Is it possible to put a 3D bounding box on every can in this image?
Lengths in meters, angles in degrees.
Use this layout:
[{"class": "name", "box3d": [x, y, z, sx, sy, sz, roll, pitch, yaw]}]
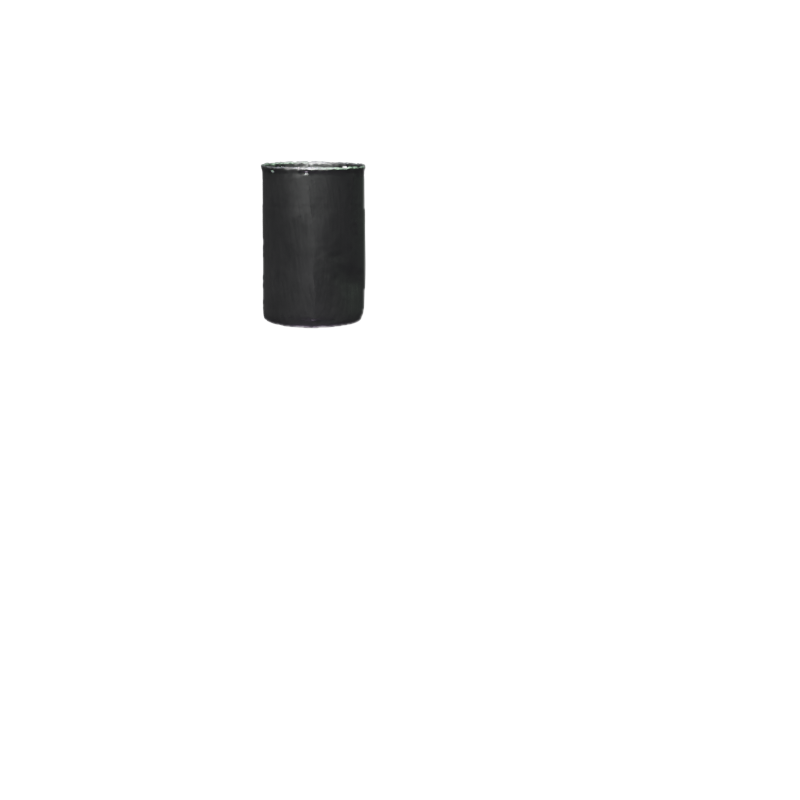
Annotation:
[{"class": "can", "box3d": [-0.057, -0.104, 0.727, 0.068, 0.100, 0.070, 0, 11, -2]}]
